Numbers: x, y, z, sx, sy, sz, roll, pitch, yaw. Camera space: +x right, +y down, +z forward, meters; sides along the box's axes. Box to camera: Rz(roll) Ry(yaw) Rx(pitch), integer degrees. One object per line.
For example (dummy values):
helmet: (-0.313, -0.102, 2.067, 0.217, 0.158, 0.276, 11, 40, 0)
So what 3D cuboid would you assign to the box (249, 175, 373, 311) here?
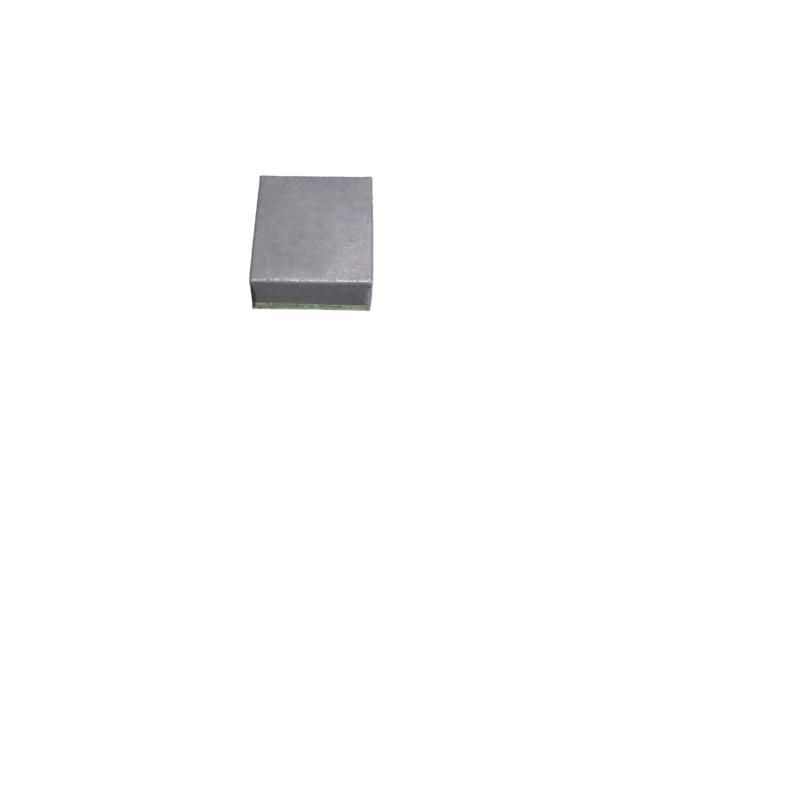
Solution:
box: (-0.066, -0.120, 0.842, 0.090, 0.122, 0.036, 0, -41, 0)
